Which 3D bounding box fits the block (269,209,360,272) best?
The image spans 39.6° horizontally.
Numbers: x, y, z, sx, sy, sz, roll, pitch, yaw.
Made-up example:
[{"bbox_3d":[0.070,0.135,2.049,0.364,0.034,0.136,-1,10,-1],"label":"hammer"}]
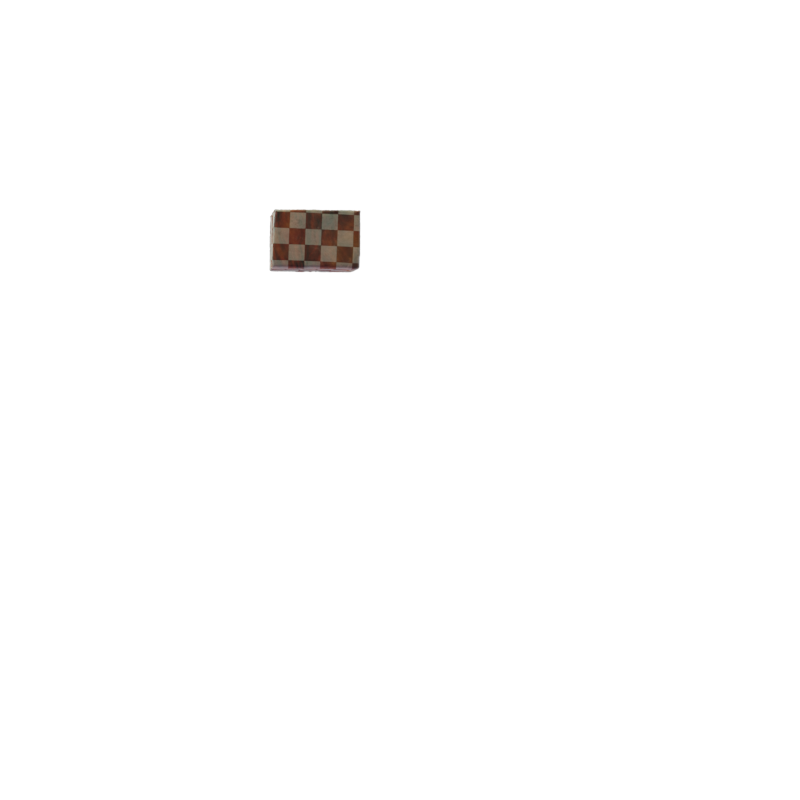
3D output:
[{"bbox_3d":[-0.077,-0.140,0.984,0.077,0.052,0.053,0,-1,-8],"label":"block"}]
